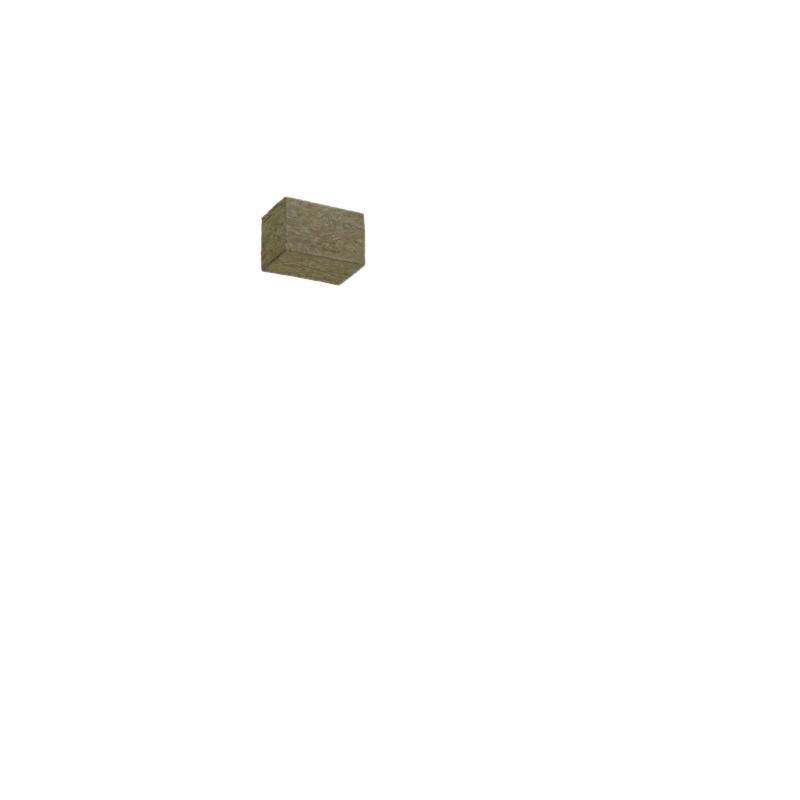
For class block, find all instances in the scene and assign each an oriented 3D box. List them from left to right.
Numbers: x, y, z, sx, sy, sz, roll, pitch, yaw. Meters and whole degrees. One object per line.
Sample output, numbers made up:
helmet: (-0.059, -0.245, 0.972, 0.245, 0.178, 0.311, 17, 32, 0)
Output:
block: (-0.075, -0.137, 0.956, 0.075, 0.054, 0.052, 10, -23, -27)
